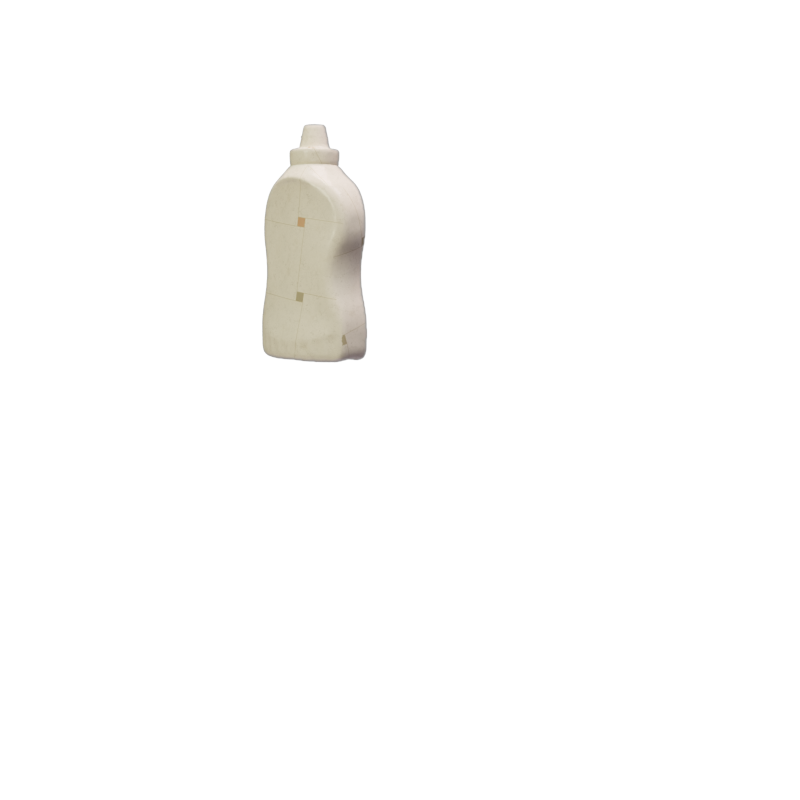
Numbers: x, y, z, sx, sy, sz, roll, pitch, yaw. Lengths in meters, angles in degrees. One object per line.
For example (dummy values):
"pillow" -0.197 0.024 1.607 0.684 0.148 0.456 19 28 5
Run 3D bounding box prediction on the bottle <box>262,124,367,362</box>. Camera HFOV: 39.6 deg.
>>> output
"bottle" -0.071 -0.130 0.910 0.056 0.192 0.100 0 1 -45
